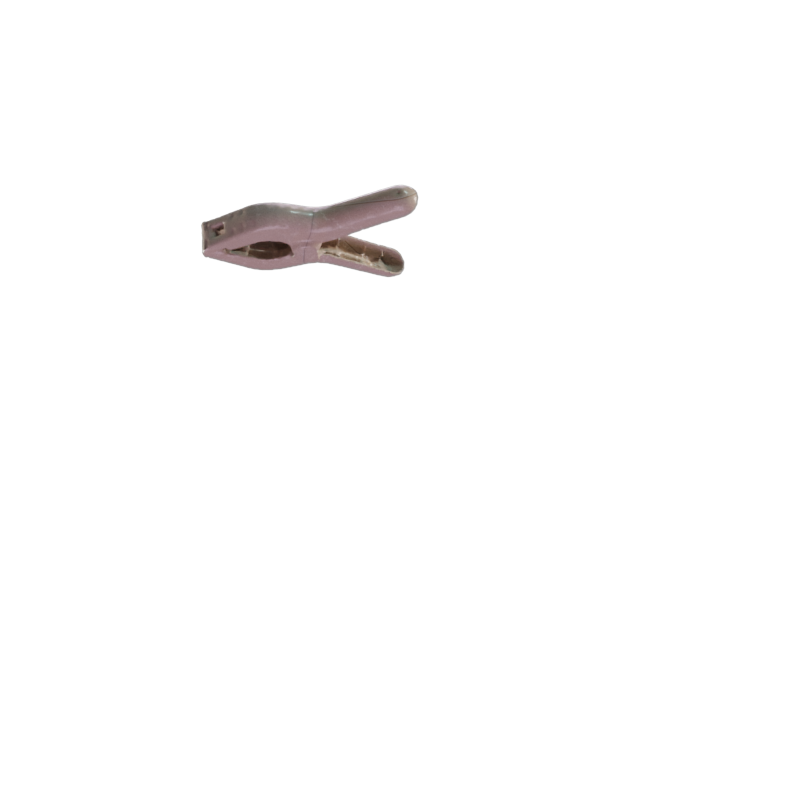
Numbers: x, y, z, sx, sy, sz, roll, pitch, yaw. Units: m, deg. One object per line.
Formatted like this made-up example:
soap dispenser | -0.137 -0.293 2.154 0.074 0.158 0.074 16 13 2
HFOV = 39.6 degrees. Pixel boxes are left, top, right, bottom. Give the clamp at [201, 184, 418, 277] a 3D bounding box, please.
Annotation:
clamp | -0.069 -0.126 0.883 0.172 0.042 0.112 -3 -29 5
